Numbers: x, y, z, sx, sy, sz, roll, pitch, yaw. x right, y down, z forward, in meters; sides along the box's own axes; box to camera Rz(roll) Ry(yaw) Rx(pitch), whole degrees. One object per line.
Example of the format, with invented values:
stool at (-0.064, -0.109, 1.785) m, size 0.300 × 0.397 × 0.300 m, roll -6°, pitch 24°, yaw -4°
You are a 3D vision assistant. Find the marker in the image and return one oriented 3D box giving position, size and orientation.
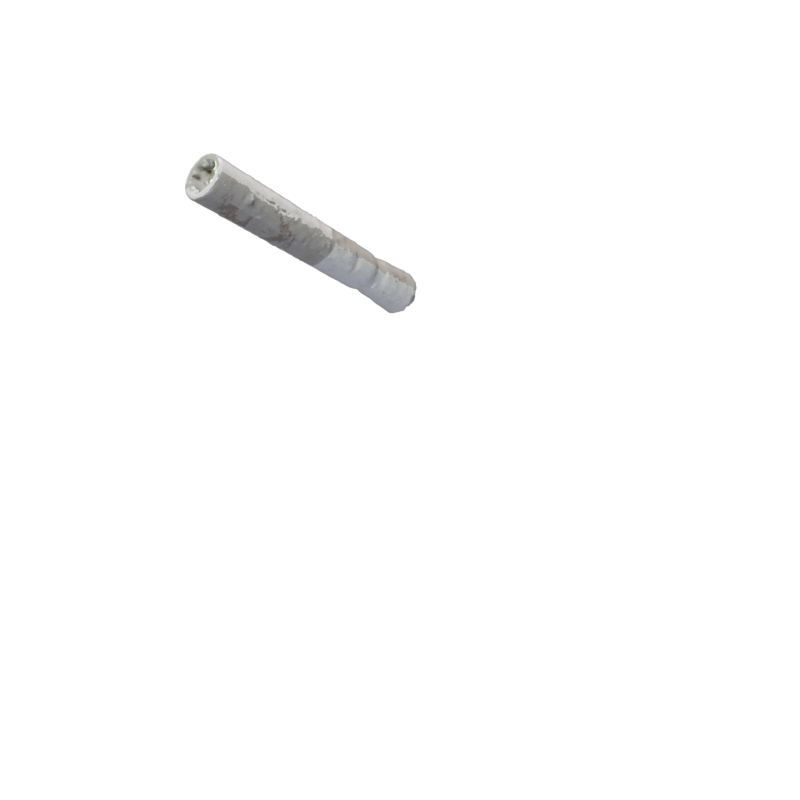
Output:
marker at (-0.034, -0.063, 0.438) m, size 0.021 × 0.020 × 0.113 m, roll 4°, pitch -17°, yaw 46°
